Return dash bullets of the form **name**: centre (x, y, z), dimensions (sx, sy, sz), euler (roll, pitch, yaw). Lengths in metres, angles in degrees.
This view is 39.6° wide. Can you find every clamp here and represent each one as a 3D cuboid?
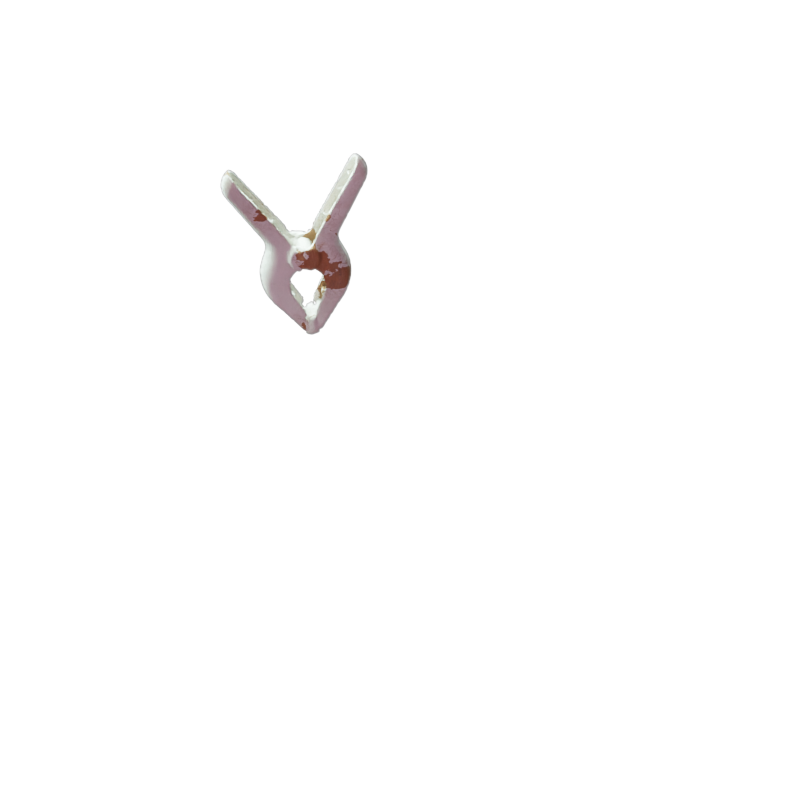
- **clamp**: centre (-0.074, -0.135, 0.947), dimensions (0.121, 0.159, 0.042), euler (-10, 38, 8)
